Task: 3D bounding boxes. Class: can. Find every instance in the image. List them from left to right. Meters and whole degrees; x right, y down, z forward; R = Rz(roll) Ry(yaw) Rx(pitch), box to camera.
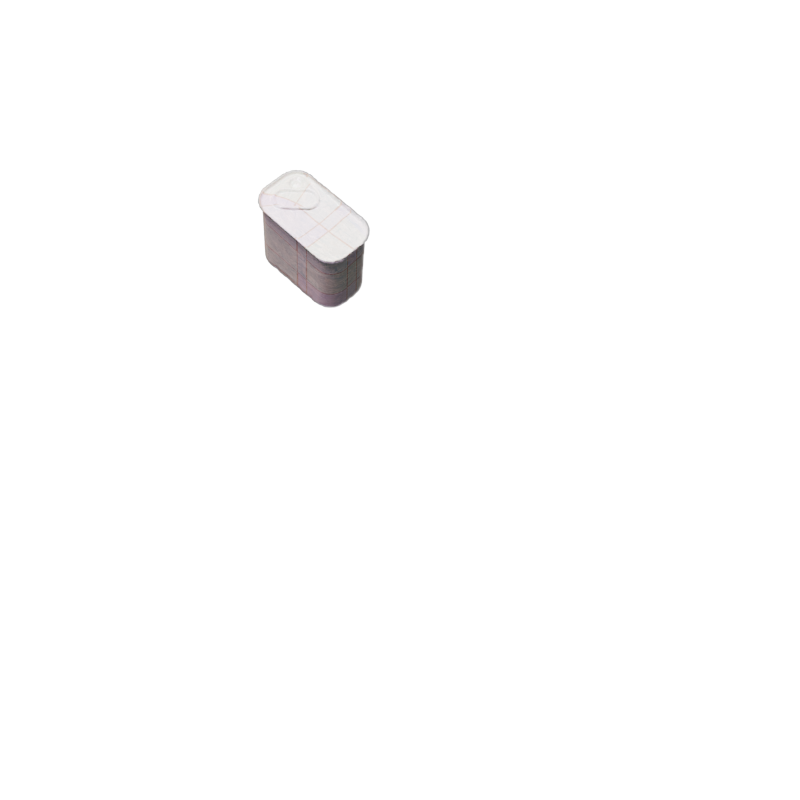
[{"bbox_3d":[-0.077,-0.141,0.984,0.058,0.108,0.079,-39,-23,-22],"label":"can"}]
